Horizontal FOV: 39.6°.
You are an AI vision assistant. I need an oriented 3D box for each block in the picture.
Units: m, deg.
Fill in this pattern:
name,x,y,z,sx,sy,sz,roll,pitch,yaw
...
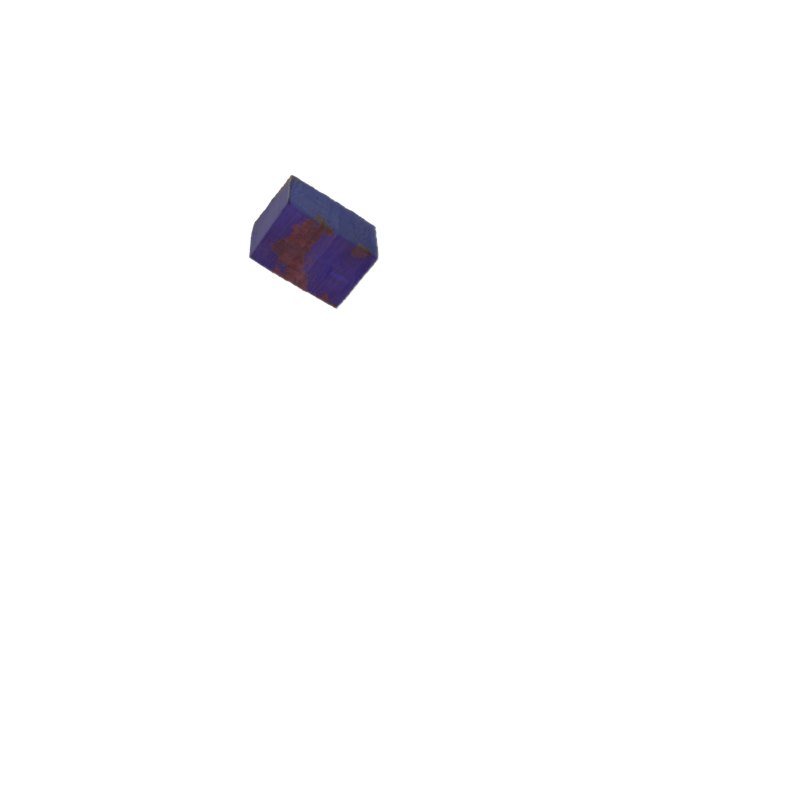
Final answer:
name,x,y,z,sx,sy,sz,roll,pitch,yaw
block,-0.062,-0.113,0.790,0.075,0.051,0.054,31,26,-19
